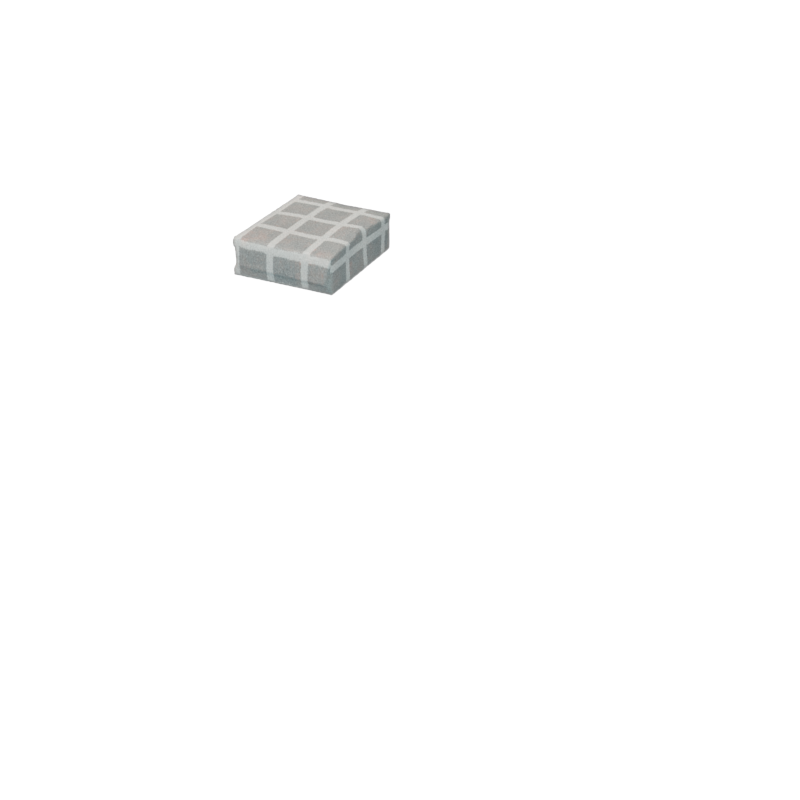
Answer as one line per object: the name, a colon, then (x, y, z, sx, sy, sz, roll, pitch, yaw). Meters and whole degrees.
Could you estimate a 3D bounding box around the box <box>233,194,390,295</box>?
box: (-0.058, -0.105, 0.738, 0.076, 0.028, 0.091, 14, 32, 23)
